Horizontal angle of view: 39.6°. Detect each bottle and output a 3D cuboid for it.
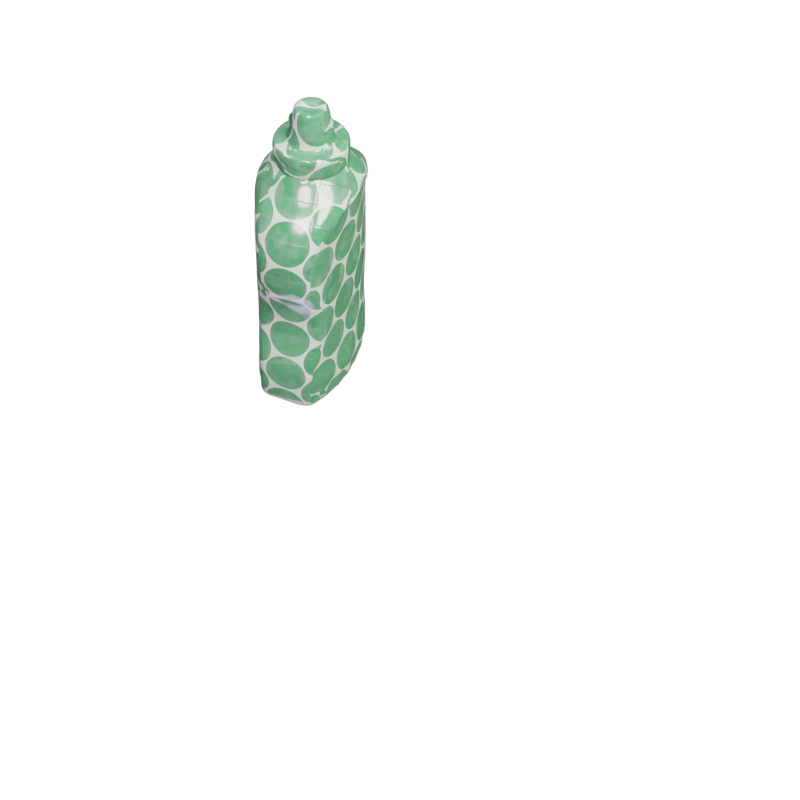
[{"bbox_3d":[-0.050,-0.090,0.630,0.060,0.100,0.179,18,-40,11],"label":"bottle"}]
